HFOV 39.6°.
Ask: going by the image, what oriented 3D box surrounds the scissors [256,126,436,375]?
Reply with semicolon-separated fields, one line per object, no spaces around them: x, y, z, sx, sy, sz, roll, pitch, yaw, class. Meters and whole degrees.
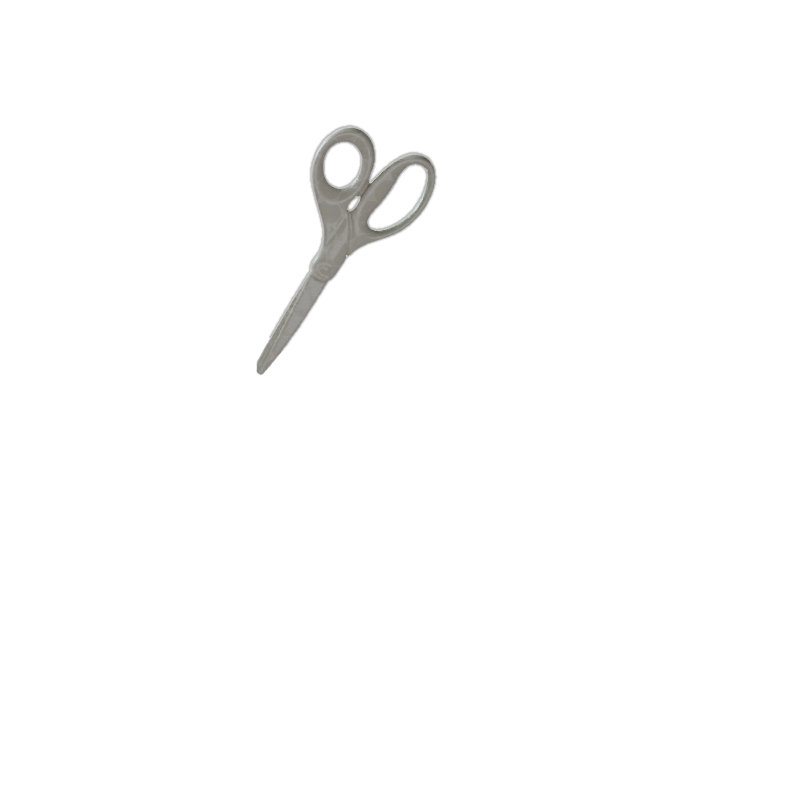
-0.063;-0.114;0.800;0.200;0.093;0.016;-41;13;11;scissors
